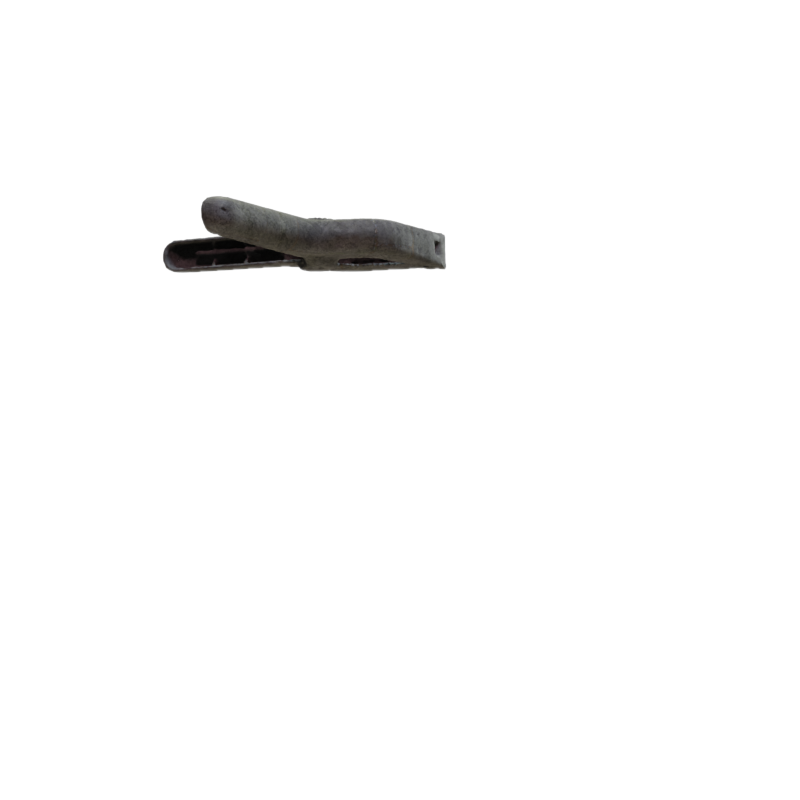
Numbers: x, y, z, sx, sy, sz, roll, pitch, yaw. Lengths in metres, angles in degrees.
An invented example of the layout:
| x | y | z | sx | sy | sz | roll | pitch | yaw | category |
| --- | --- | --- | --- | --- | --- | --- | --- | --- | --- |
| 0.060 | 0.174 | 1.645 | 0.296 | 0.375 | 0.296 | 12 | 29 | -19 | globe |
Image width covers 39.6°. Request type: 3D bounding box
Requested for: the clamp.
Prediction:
| x | y | z | sx | sy | sz | roll | pitch | yaw | category |
| --- | --- | --- | --- | --- | --- | --- | --- | --- | --- |
| -0.063 | -0.115 | 0.803 | 0.207 | 0.037 | 0.164 | 1 | -3 | -12 | clamp |
